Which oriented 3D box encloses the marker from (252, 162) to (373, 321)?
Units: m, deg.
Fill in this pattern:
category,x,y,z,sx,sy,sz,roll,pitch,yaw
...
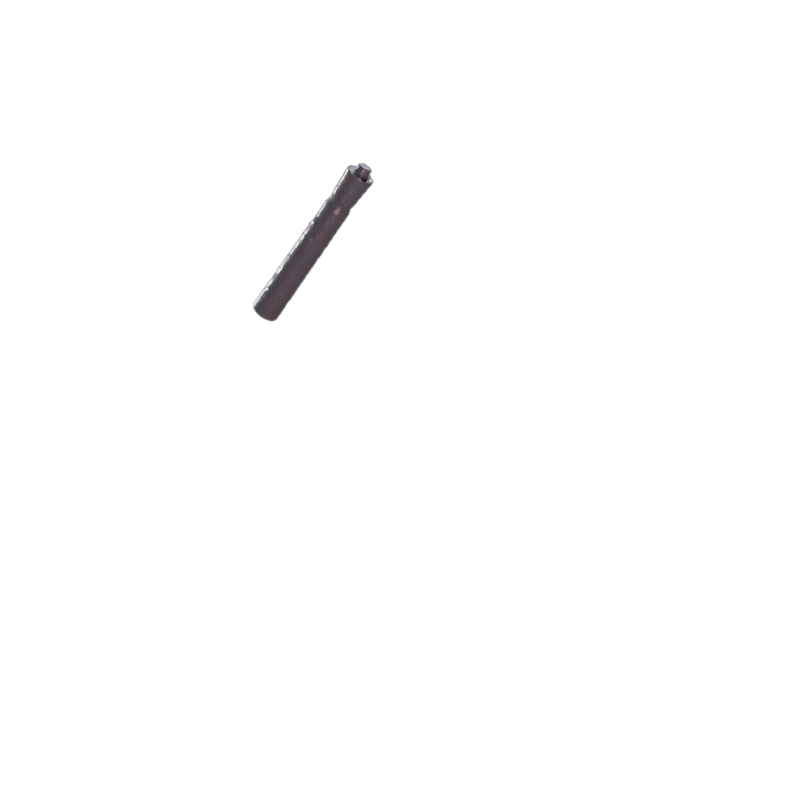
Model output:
category,x,y,z,sx,sy,sz,roll,pitch,yaw
marker,-0.054,-0.099,0.693,0.019,0.118,0.021,29,26,-19
